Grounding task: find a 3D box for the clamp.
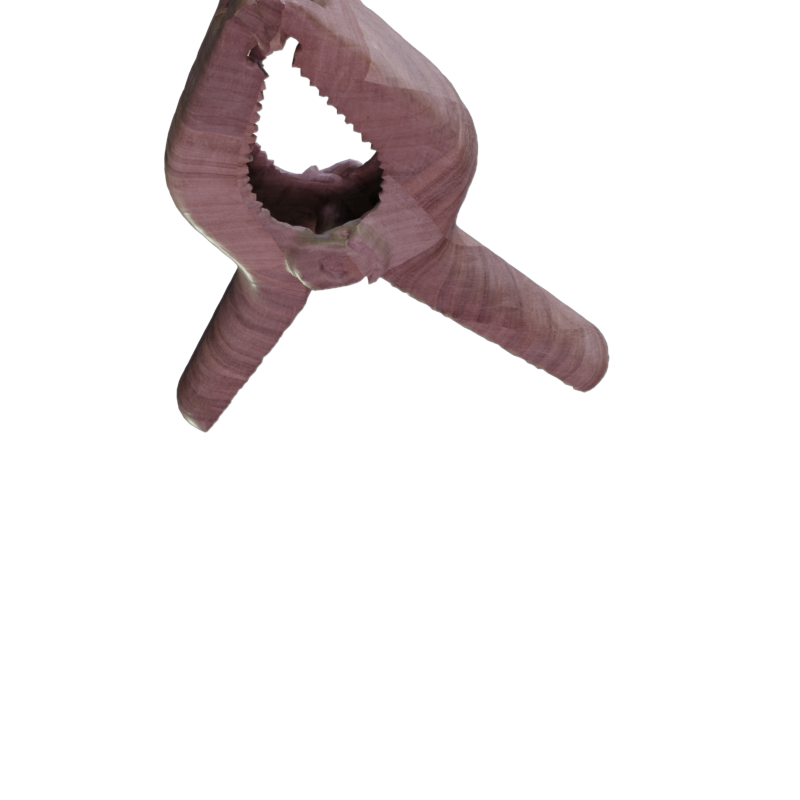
[{"bbox_3d":[-0.028,-0.052,0.363,0.166,0.039,0.193,-11,-38,14],"label":"clamp"}]
